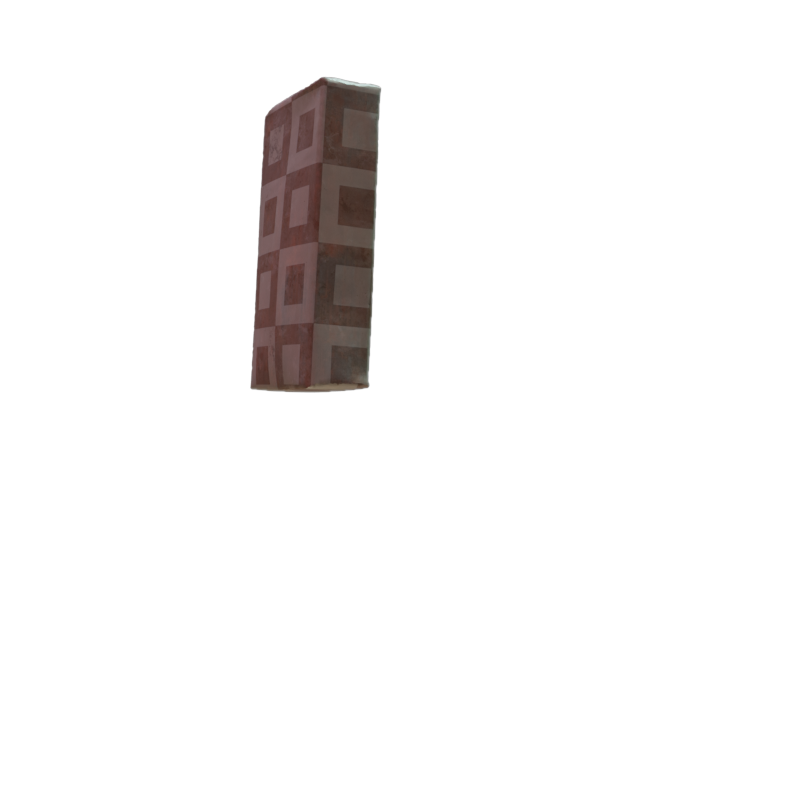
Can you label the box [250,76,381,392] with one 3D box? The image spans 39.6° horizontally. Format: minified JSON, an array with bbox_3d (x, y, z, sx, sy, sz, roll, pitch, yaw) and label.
[{"bbox_3d":[-0.052,-0.094,0.657,0.046,0.180,0.095,3,-8,-27],"label":"box"}]
